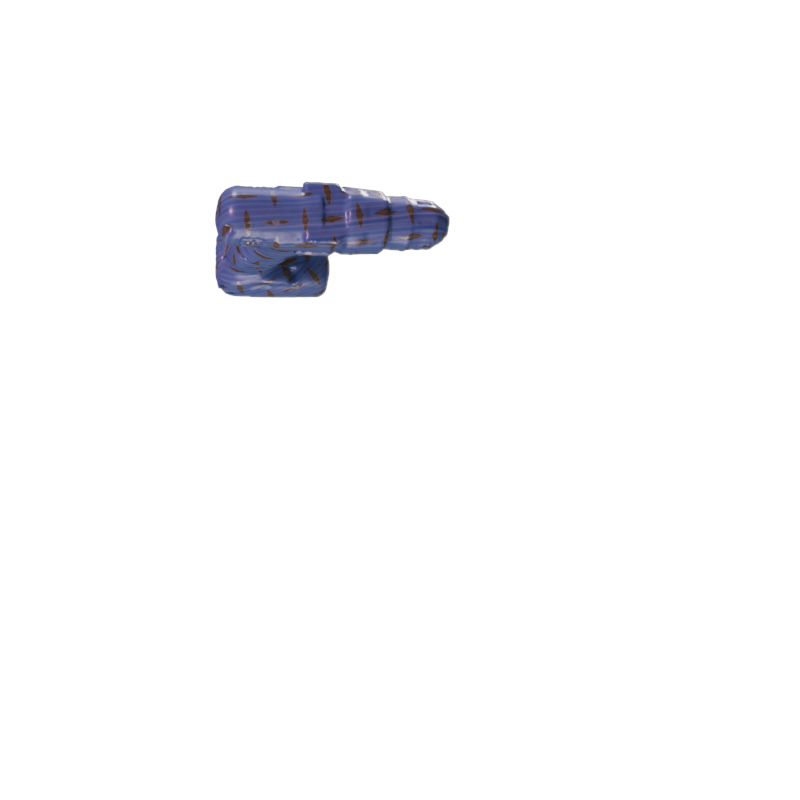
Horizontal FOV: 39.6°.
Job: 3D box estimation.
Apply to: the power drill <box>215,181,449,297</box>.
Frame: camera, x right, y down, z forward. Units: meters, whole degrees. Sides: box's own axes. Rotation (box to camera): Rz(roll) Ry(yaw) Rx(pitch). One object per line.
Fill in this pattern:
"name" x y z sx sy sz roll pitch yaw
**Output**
"power drill" -0.072 -0.131 0.920 0.180 0.059 0.186 3 -10 -16
